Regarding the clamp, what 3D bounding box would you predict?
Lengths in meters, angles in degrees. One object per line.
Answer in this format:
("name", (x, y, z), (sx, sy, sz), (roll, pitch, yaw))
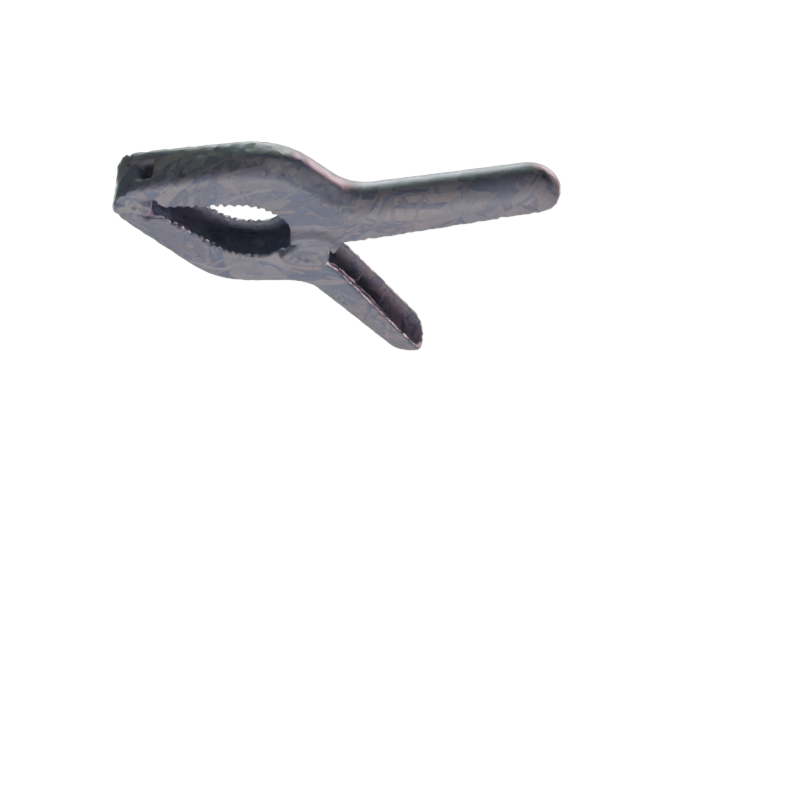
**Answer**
("clamp", (-0.045, -0.082, 0.577), (0.206, 0.039, 0.157), (8, -32, -14))
